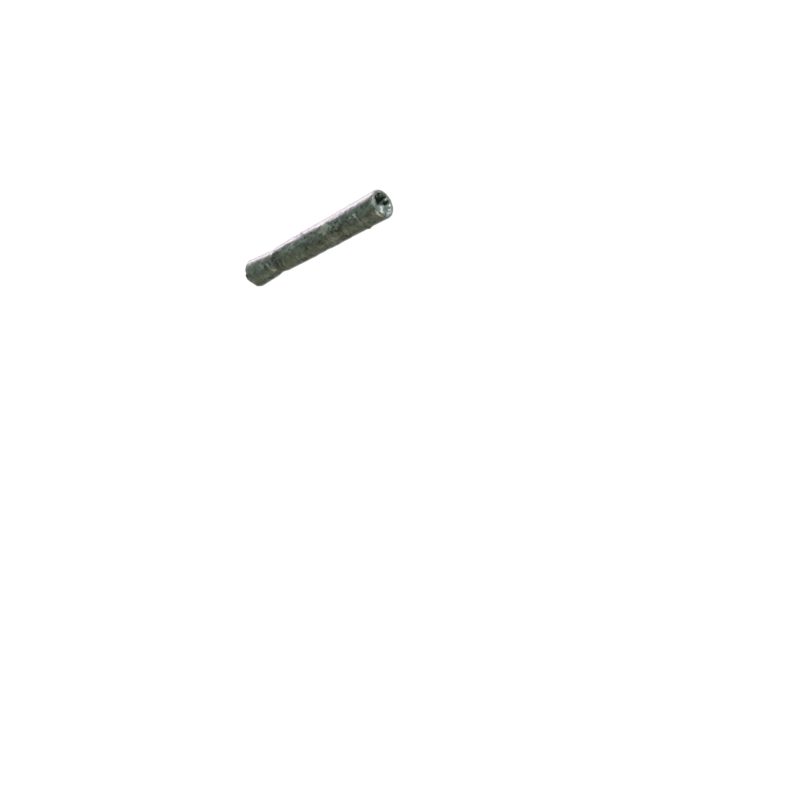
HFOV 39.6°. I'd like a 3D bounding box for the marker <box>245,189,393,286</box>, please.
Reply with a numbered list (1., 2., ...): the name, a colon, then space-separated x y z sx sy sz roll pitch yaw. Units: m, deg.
1. marker: -0.054 -0.099 0.695 0.121 0.020 0.019 -22 -11 38
